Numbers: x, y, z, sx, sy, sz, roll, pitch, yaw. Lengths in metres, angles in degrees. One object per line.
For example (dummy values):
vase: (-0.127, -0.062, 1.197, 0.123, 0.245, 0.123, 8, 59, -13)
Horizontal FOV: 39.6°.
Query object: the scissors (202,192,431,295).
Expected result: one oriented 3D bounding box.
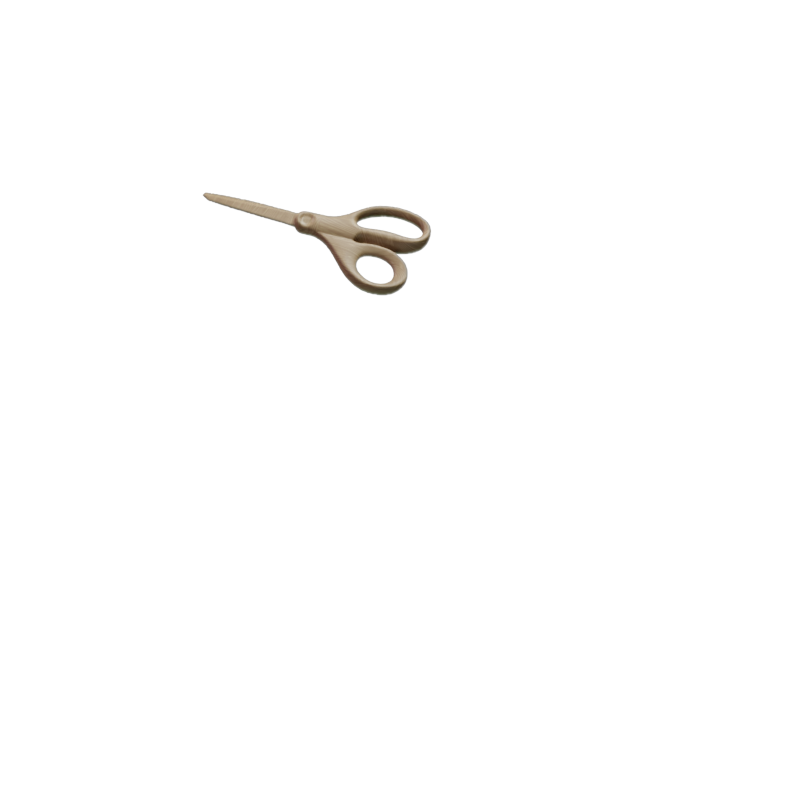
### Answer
scissors: (-0.075, -0.137, 0.956, 0.202, 0.102, 0.015, 3, -33, 2)
